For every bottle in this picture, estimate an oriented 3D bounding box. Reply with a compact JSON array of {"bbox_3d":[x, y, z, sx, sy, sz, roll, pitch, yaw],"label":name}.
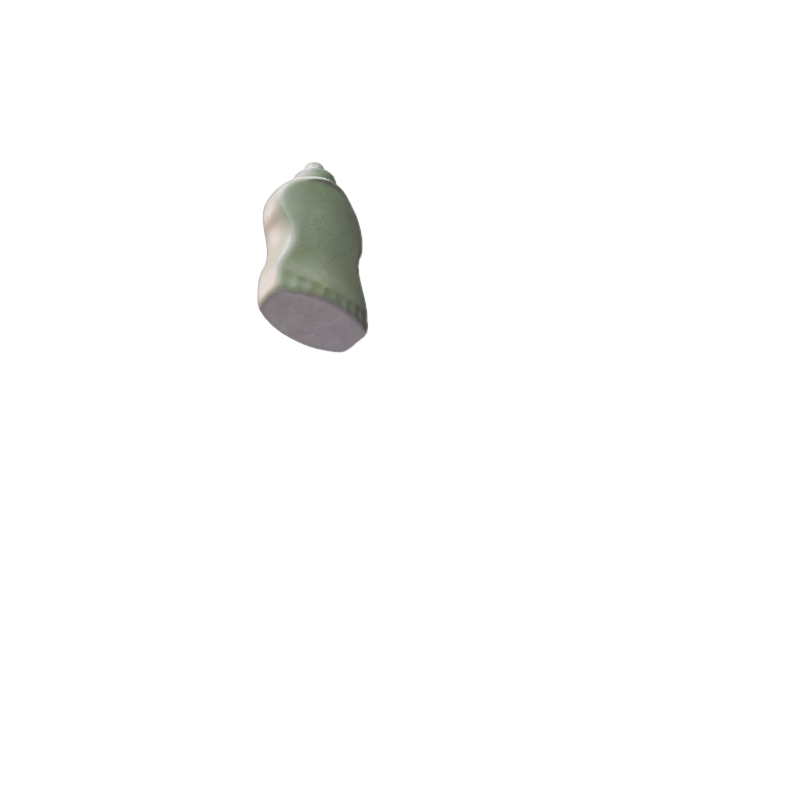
[{"bbox_3d":[-0.075,-0.138,0.963,0.091,0.206,0.057,25,-49,-28],"label":"bottle"}]
